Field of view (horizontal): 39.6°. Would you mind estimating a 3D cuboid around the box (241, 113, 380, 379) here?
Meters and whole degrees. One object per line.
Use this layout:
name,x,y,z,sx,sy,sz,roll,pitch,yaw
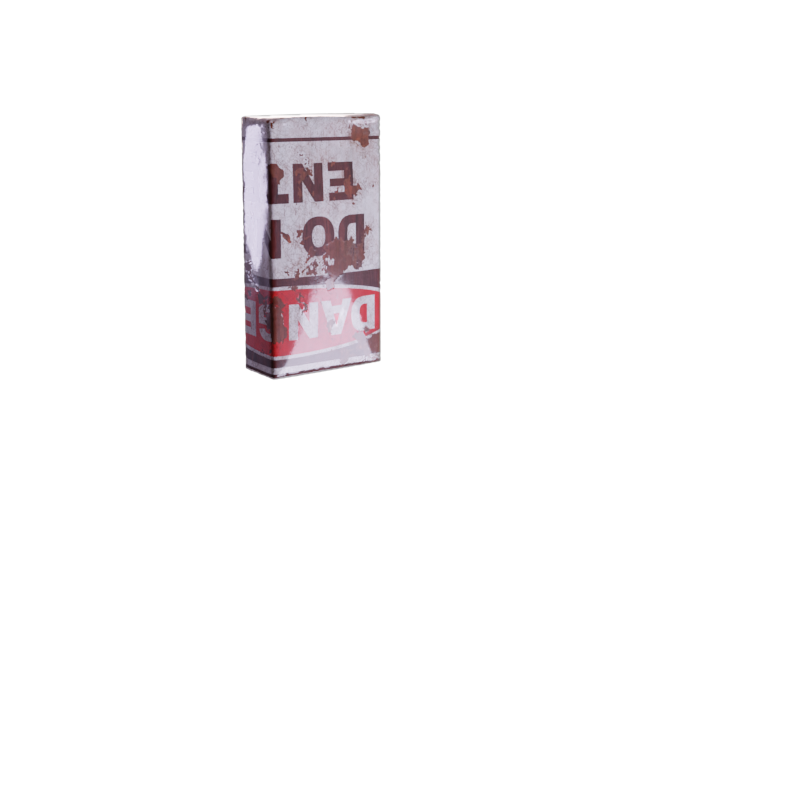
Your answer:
box,-0.060,-0.110,0.768,0.091,0.172,0.051,-8,14,-34
